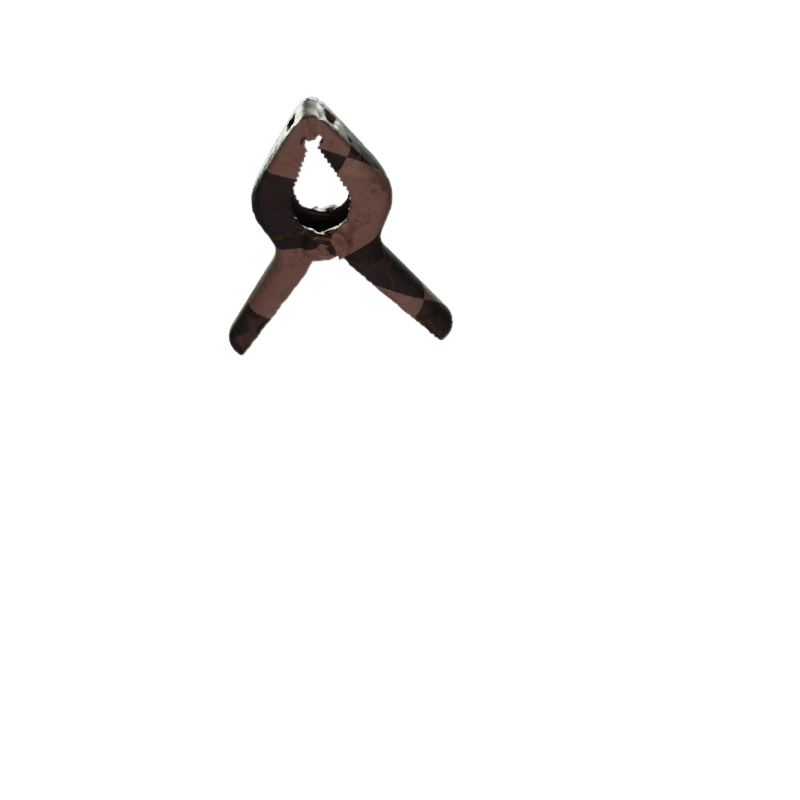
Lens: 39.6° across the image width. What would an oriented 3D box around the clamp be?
[{"bbox_3d":[-0.060,-0.110,0.769,0.165,0.194,0.039,-10,39,8],"label":"clamp"}]
